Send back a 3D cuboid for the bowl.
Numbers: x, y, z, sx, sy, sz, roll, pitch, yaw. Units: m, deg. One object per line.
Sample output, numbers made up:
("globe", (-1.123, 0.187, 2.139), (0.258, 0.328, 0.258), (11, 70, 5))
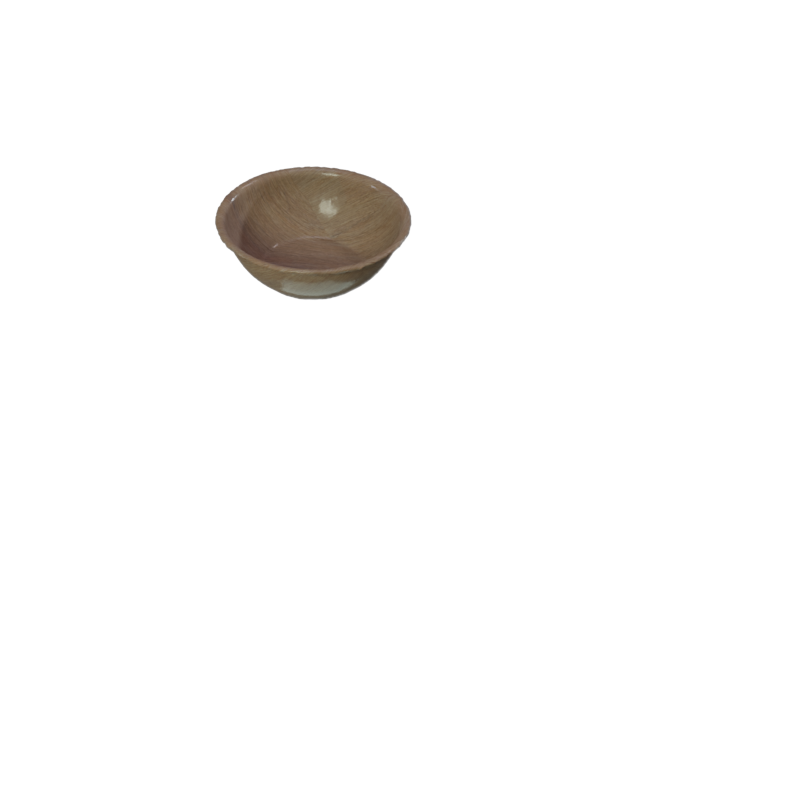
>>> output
("bowl", (-0.073, -0.133, 0.929), (0.162, 0.051, 0.174), (-1, 40, -2))
